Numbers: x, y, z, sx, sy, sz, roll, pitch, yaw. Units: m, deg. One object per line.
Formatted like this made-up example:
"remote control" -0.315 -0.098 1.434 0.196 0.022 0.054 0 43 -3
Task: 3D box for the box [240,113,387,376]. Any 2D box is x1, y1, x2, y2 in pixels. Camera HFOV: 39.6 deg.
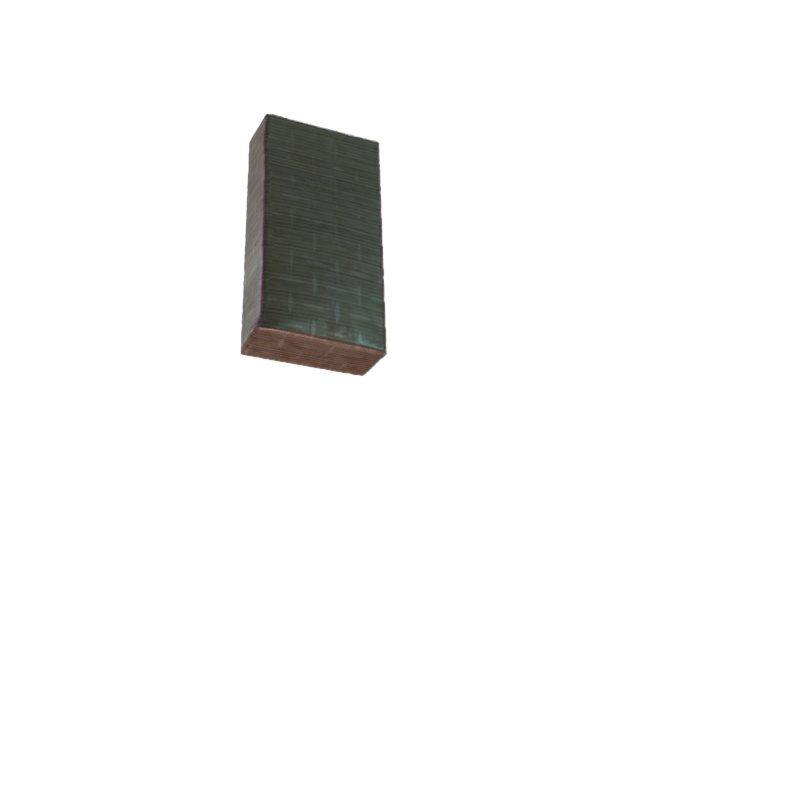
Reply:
"box" -0.061 -0.111 0.777 0.090 0.188 0.046 11 -34 -20
